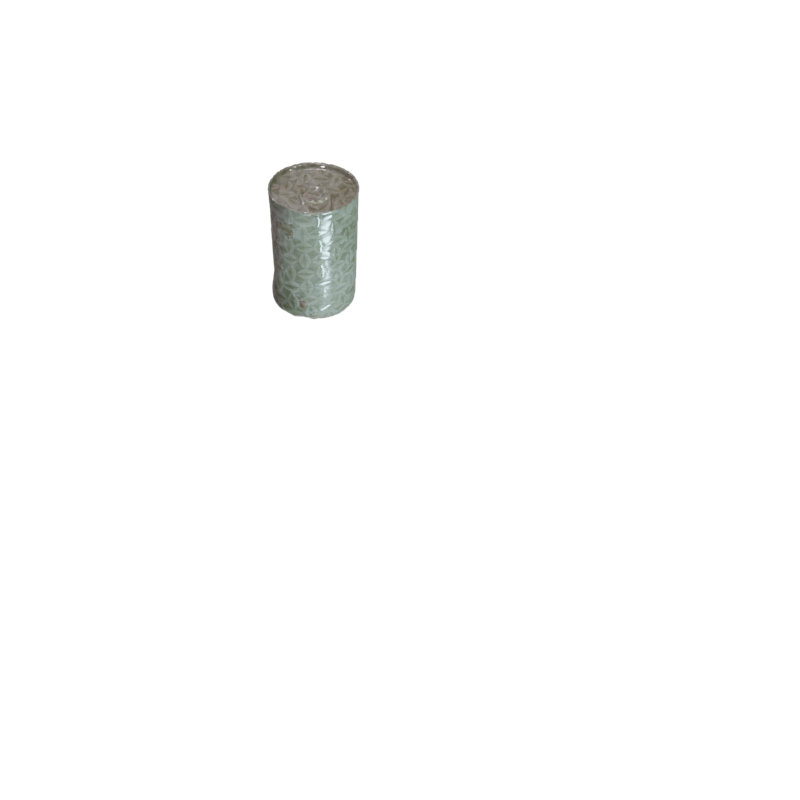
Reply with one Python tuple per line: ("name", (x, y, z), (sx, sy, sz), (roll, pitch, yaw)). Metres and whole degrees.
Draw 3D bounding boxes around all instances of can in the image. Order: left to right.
("can", (-0.066, -0.121, 0.849), (0.068, 0.095, 0.073), (0, 40, -3))
